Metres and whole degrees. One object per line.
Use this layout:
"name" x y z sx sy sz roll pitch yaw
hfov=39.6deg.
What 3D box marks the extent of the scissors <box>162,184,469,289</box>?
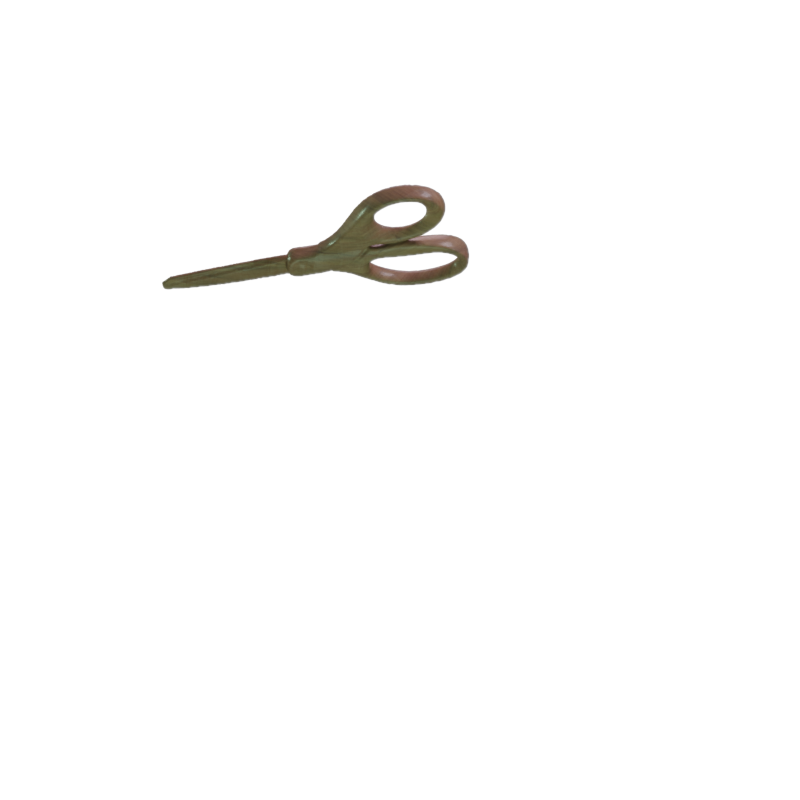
"scissors" -0.055 -0.101 0.708 0.201 0.017 0.090 1 -36 -1
